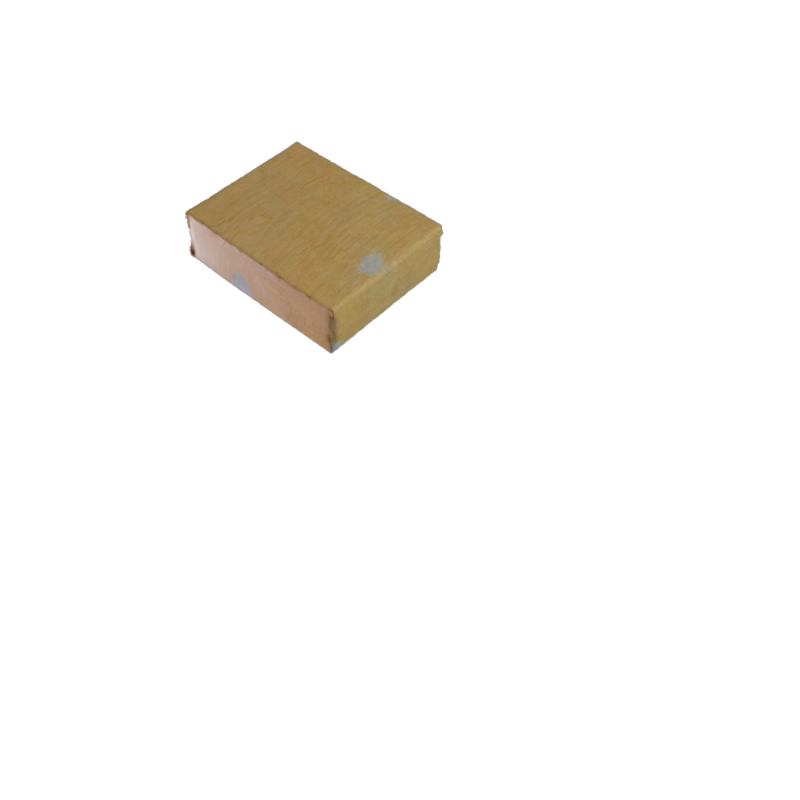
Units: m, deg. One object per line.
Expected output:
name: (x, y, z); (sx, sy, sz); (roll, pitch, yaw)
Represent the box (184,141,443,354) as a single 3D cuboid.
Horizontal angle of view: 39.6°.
box: (-0.048, -0.087, 0.610); (0.121, 0.036, 0.091); (32, 52, 28)
